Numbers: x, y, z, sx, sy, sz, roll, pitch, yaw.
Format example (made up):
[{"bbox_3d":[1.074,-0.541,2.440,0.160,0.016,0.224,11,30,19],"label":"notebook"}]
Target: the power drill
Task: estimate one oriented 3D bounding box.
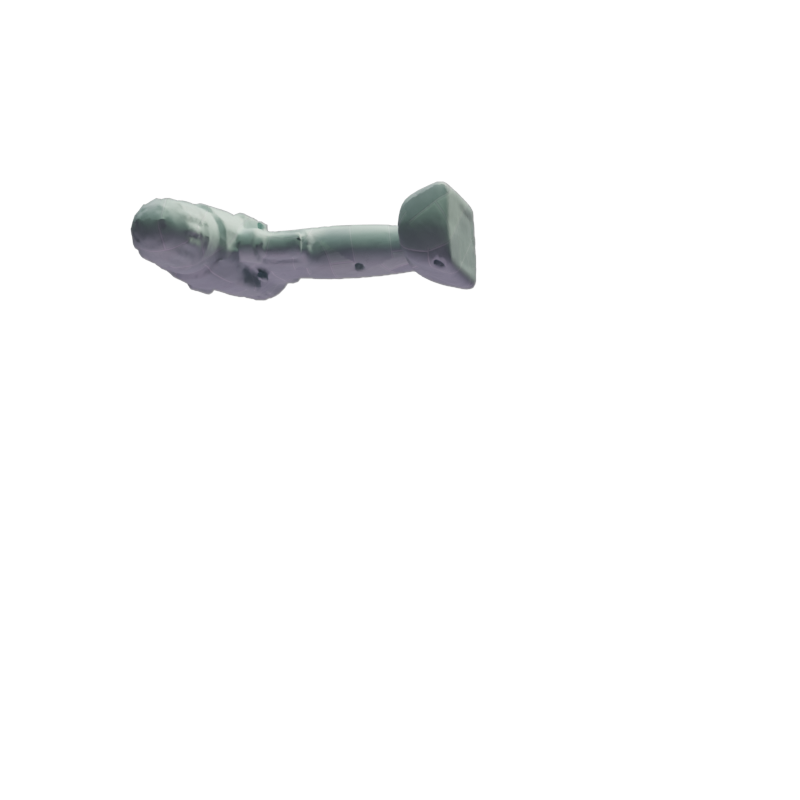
[{"bbox_3d":[-0.054,-0.099,0.695,0.192,0.058,0.178,0,-1,17],"label":"power drill"}]
